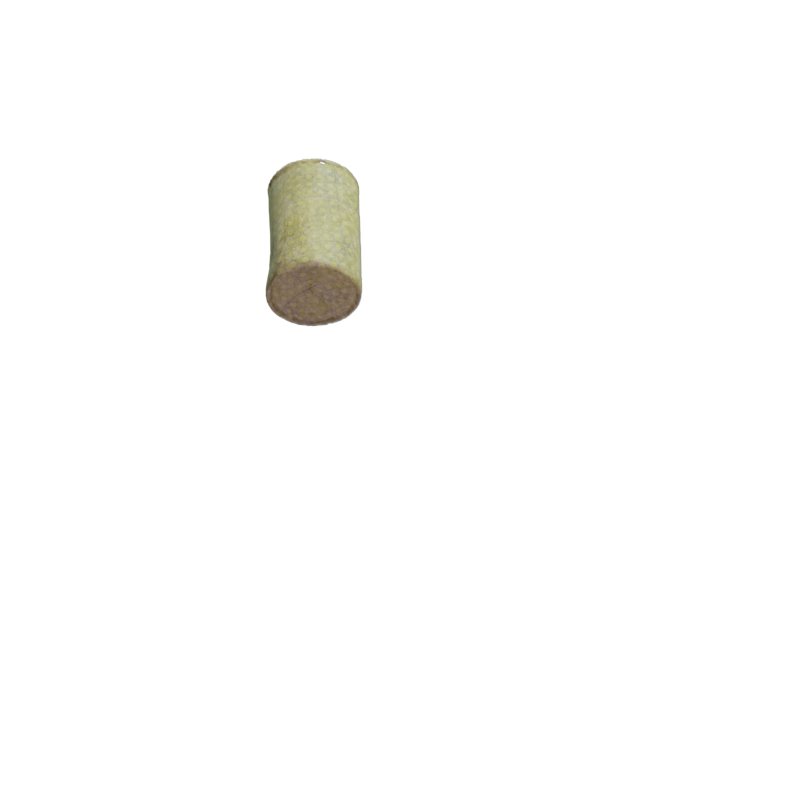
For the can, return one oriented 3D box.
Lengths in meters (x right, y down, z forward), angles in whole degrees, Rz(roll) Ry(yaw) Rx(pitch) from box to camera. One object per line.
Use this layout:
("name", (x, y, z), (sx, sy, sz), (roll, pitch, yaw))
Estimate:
("can", (-0.062, -0.112, 0.786), (0.068, 0.110, 0.064), (-1, -38, -3))
